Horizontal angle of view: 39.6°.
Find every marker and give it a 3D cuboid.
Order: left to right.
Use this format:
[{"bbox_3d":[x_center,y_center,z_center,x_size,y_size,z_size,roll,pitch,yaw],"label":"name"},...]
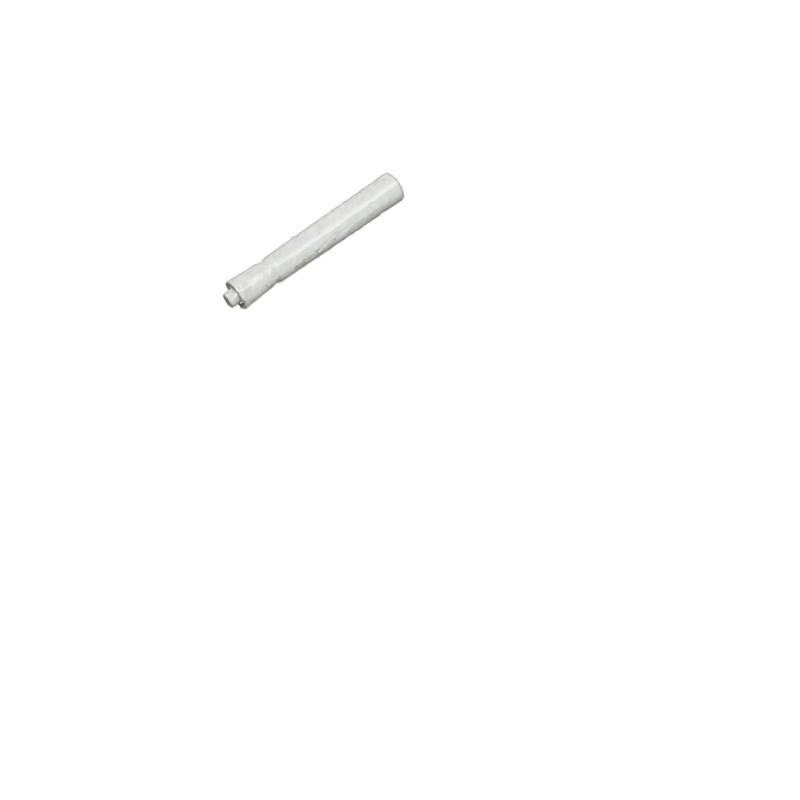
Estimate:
[{"bbox_3d":[-0.049,-0.089,0.625,0.122,0.019,0.020,-37,18,-19],"label":"marker"}]
